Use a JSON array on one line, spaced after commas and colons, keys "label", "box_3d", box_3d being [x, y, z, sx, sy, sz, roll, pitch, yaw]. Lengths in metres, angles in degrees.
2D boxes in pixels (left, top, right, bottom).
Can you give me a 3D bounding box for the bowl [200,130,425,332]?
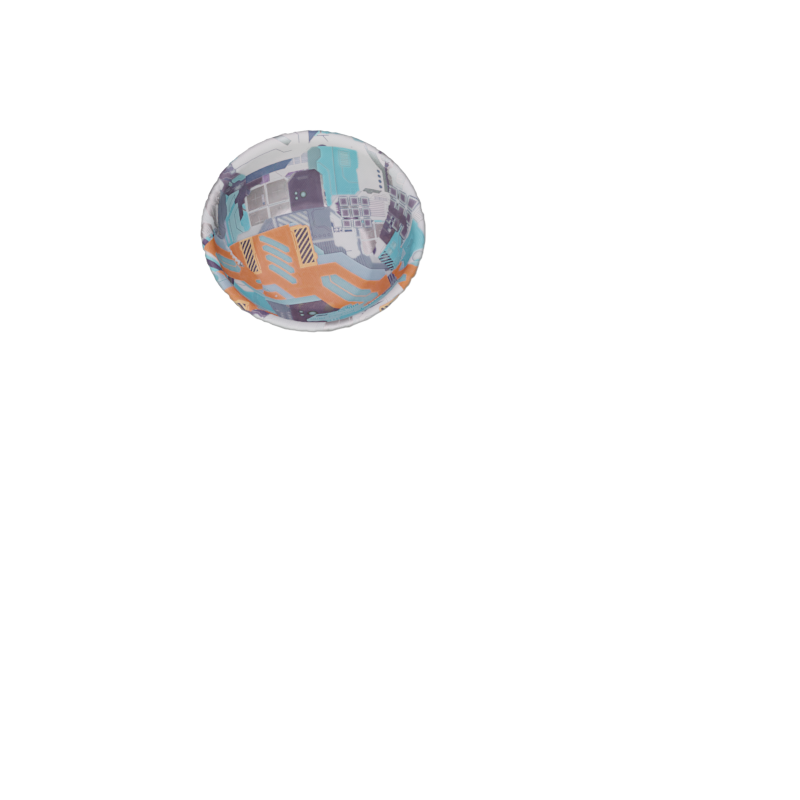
[{"label": "bowl", "box_3d": [-0.064, -0.117, 0.819, 0.162, 0.171, 0.052, -1, -23, -1]}]
